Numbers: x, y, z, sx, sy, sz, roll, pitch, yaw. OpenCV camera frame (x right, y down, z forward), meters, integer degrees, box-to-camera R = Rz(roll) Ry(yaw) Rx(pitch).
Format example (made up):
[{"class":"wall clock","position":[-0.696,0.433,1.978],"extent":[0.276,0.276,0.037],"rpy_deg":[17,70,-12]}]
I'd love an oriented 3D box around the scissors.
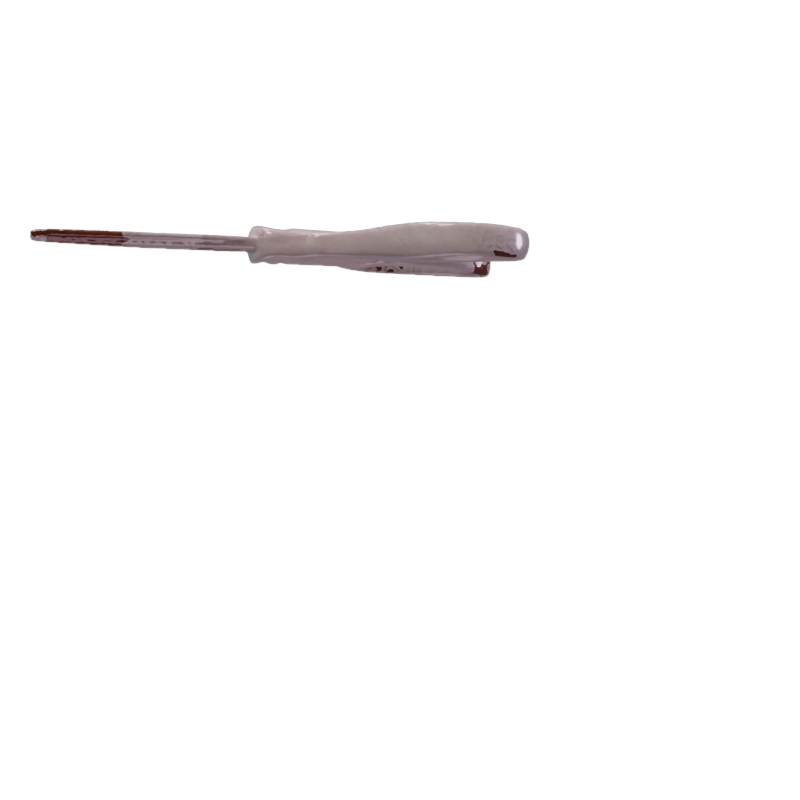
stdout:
[{"class":"scissors","position":[-0.035,-0.063,0.443],"extent":[0.194,0.016,0.099],"rpy_deg":[0,0,-34]}]
